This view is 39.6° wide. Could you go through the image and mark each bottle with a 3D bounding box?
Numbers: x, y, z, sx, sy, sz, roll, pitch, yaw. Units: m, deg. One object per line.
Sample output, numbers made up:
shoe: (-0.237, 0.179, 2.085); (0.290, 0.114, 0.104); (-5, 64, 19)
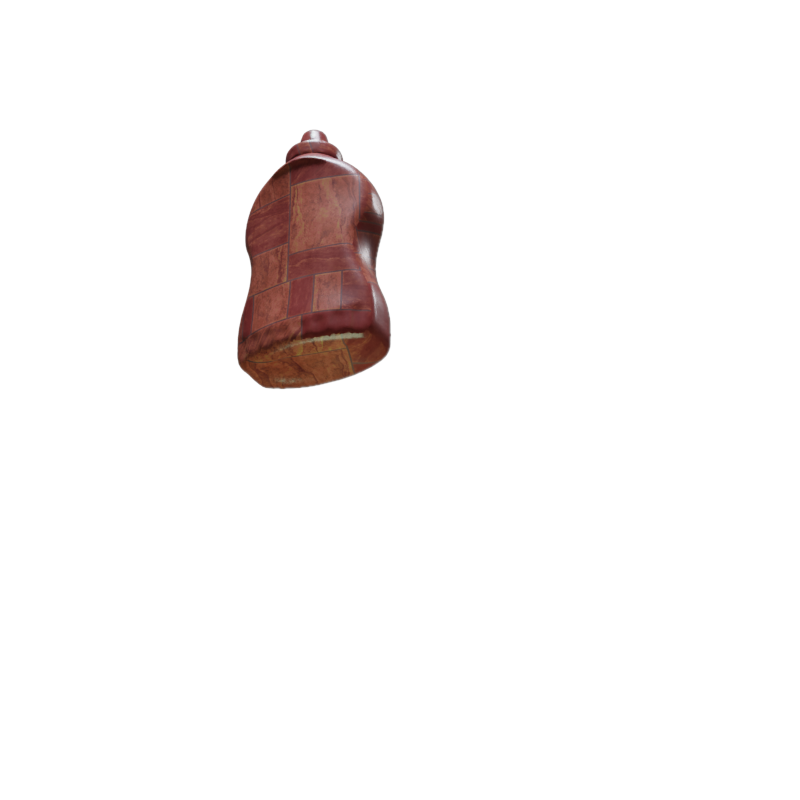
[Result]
bottle: (-0.058, -0.106, 0.742); (0.097, 0.205, 0.054); (-17, -37, 21)
